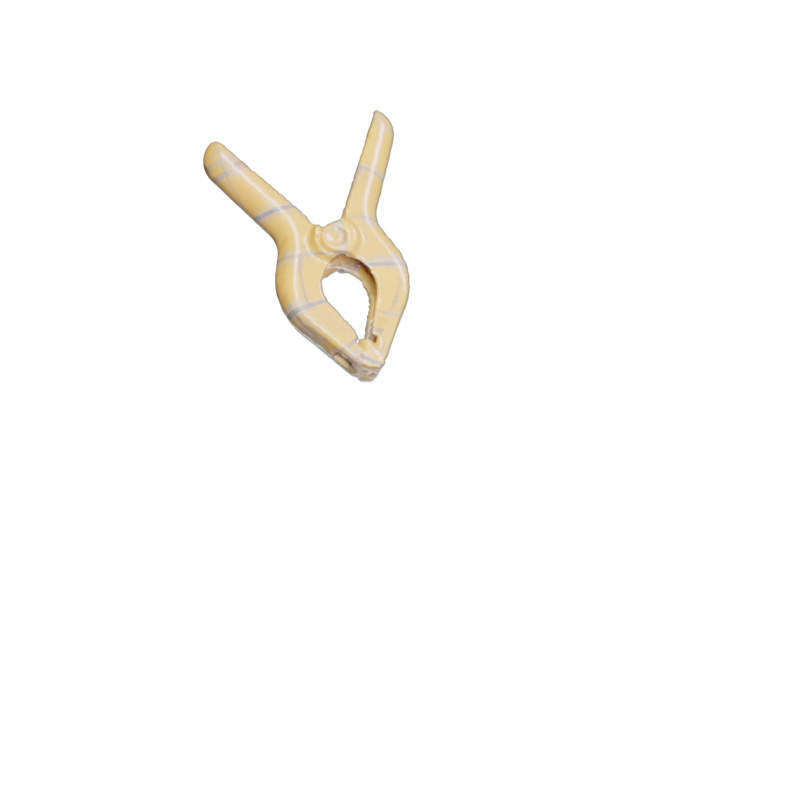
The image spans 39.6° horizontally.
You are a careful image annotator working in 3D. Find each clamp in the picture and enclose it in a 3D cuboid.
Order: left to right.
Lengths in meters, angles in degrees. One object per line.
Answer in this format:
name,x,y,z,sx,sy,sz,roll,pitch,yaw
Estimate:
clamp,-0.052,-0.094,0.660,0.119,0.182,0.037,-8,-25,-4
